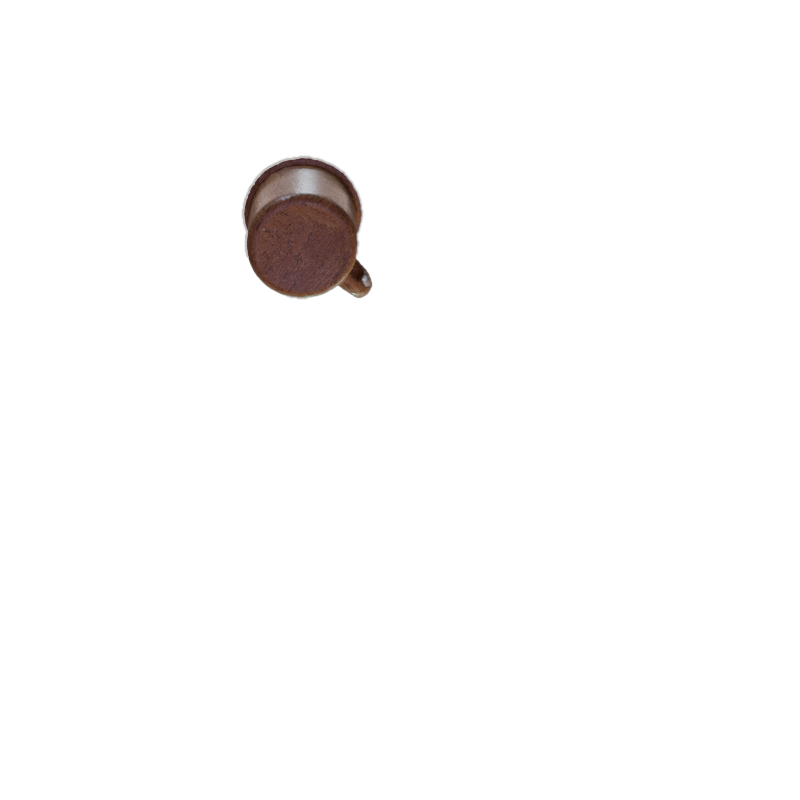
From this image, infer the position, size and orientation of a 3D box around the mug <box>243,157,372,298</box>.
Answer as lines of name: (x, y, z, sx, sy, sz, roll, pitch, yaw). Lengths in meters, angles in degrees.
mug: (-0.066, -0.120, 0.839, 0.092, 0.113, 0.086, -40, 18, 14)
